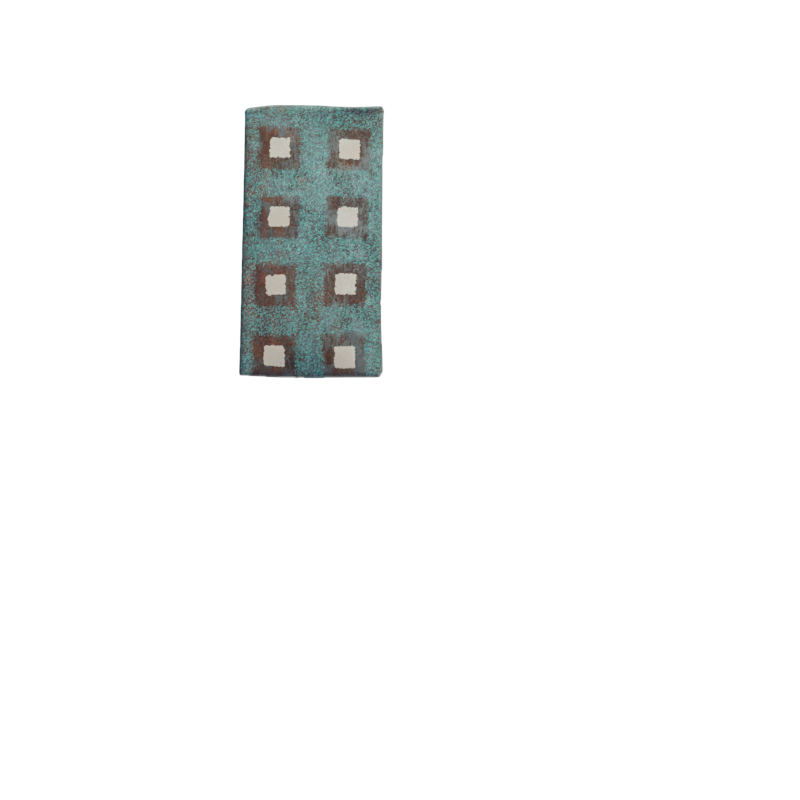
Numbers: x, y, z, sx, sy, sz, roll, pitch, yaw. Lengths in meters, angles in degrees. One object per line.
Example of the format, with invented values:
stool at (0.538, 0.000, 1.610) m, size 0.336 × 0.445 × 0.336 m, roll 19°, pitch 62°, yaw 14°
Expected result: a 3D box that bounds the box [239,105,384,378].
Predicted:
box at (-0.057, -0.104, 0.727) m, size 0.093 × 0.178 × 0.047 m, roll 0°, pitch -3°, yaw 1°
